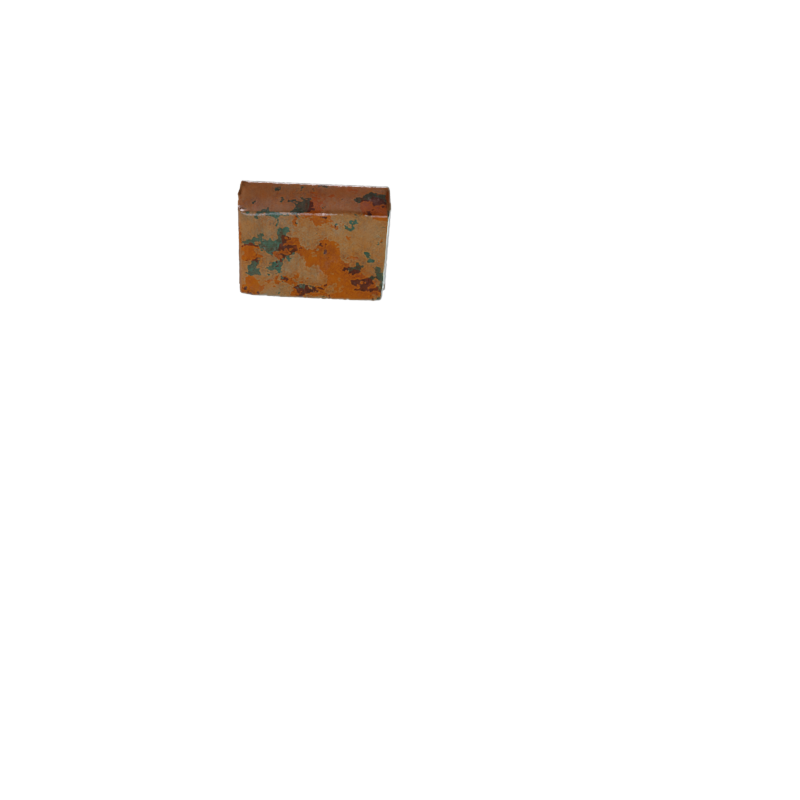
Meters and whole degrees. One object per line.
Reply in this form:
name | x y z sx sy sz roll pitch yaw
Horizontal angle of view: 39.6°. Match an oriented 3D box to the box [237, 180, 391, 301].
box | -0.065 -0.119 0.835 0.113 0.042 0.084 2 -44 -2
